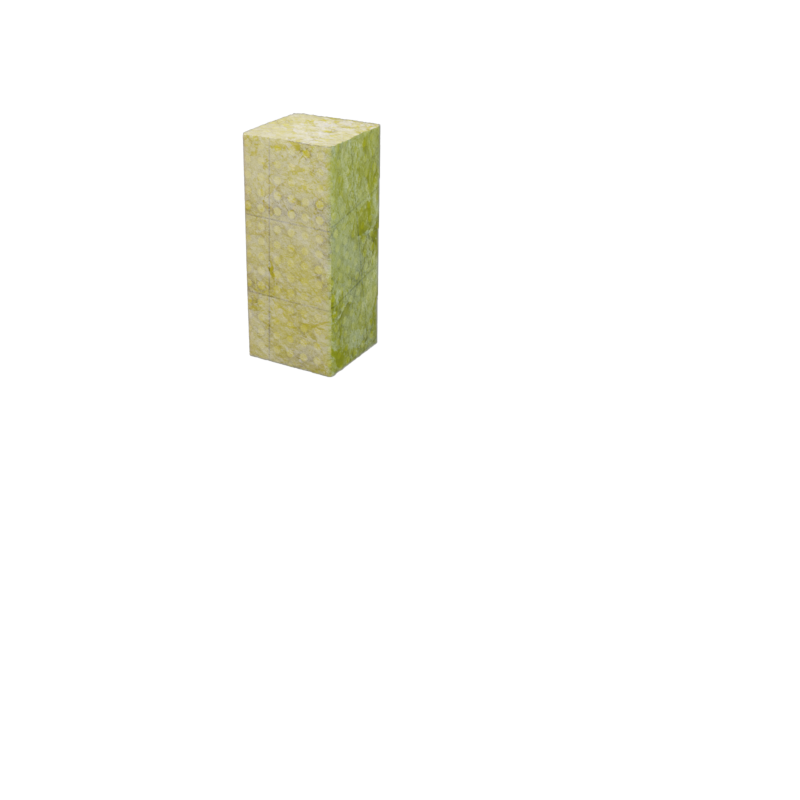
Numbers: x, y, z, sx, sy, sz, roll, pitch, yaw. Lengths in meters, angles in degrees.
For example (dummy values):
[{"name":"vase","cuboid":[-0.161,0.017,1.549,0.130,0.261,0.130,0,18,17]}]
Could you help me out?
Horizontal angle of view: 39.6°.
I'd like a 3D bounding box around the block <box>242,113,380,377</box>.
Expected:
[{"name":"block","cuboid":[-0.077,-0.139,0.975,0.095,0.197,0.091,13,25,26]}]
